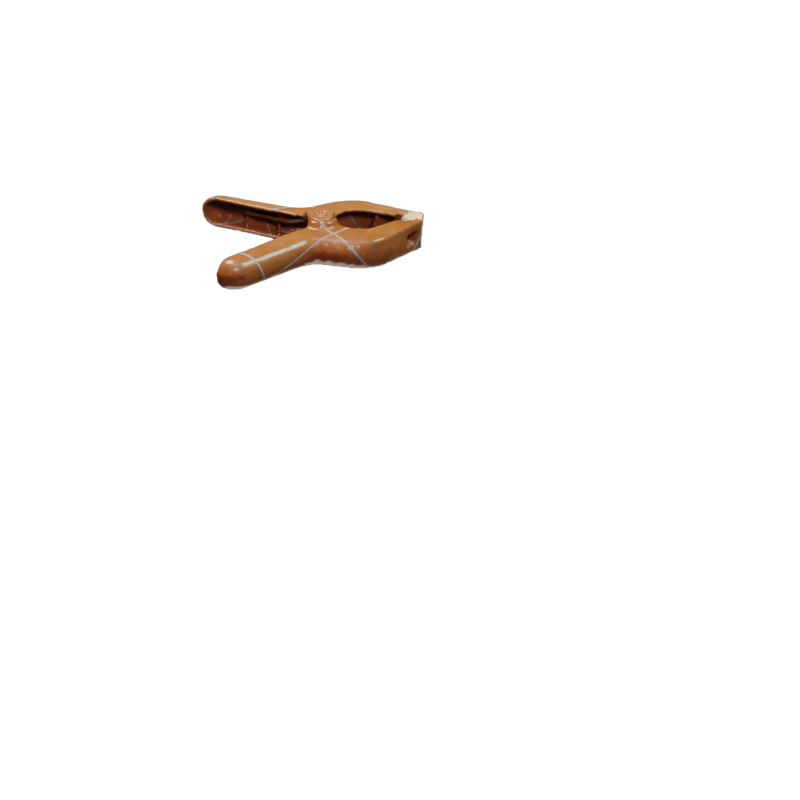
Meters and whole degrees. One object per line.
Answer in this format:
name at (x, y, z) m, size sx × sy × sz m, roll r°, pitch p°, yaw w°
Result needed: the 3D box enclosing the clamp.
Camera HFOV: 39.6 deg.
clamp at (-0.065, -0.118, 0.830) m, size 0.171 × 0.037 × 0.129 m, roll -2°, pitch 39°, yaw -2°
